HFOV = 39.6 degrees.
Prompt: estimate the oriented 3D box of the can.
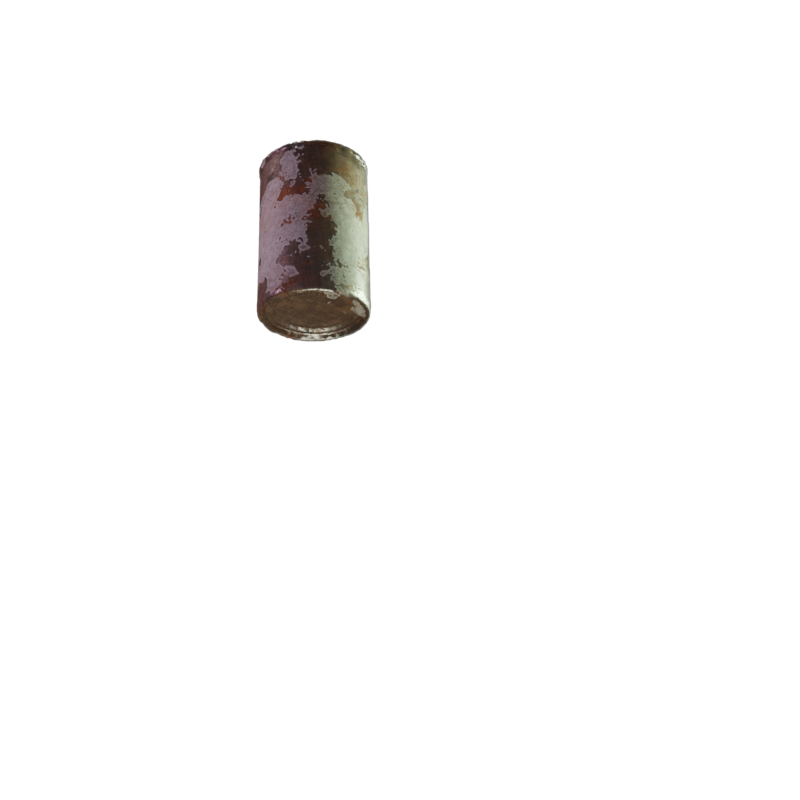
[{"bbox_3d":[-0.052,-0.095,0.664,0.068,0.109,0.064,0,-28,-2],"label":"can"}]
